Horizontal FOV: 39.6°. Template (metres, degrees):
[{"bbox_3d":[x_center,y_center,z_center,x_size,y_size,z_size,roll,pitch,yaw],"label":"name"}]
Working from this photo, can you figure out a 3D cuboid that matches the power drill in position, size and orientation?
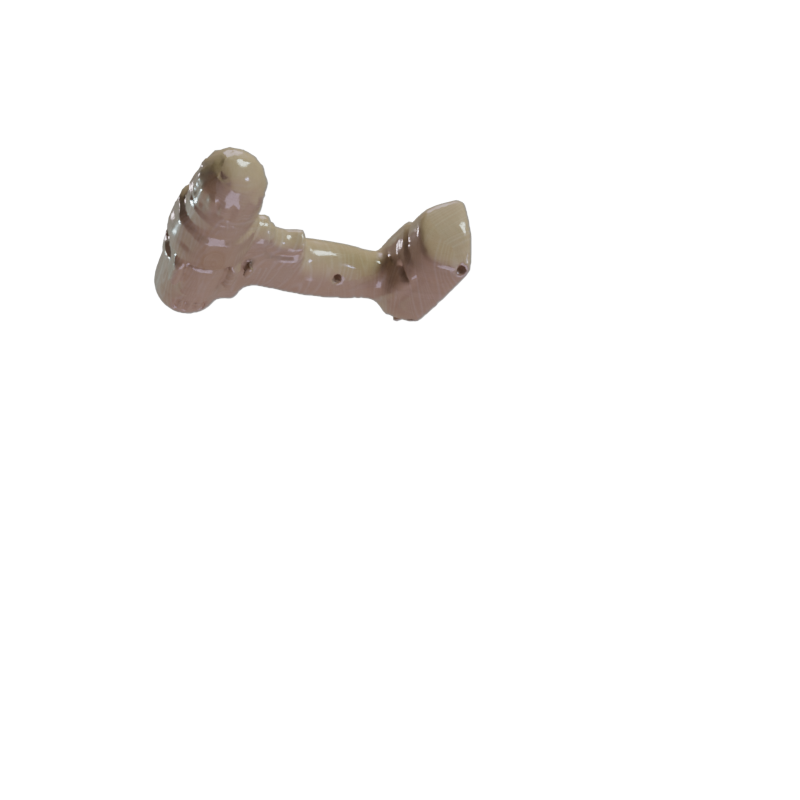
[{"bbox_3d":[-0.055,-0.100,0.700,0.183,0.060,0.181,5,-17,-17],"label":"power drill"}]
